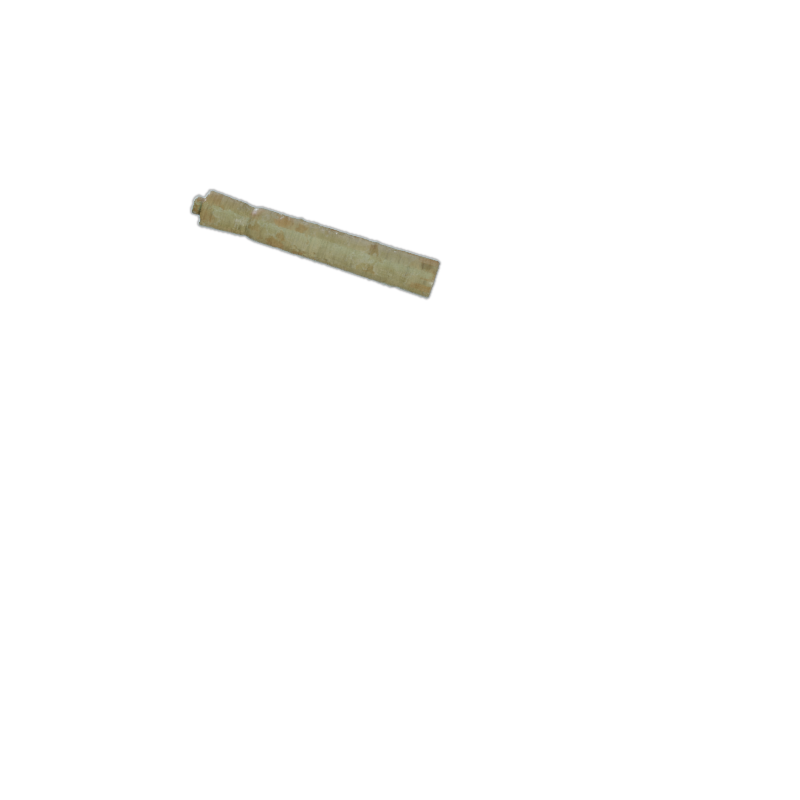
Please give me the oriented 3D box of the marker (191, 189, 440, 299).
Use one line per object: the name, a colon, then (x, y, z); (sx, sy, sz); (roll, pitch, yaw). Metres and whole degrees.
marker: (-0.041, -0.075, 0.528); (0.122, 0.020, 0.020); (18, 5, 5)
